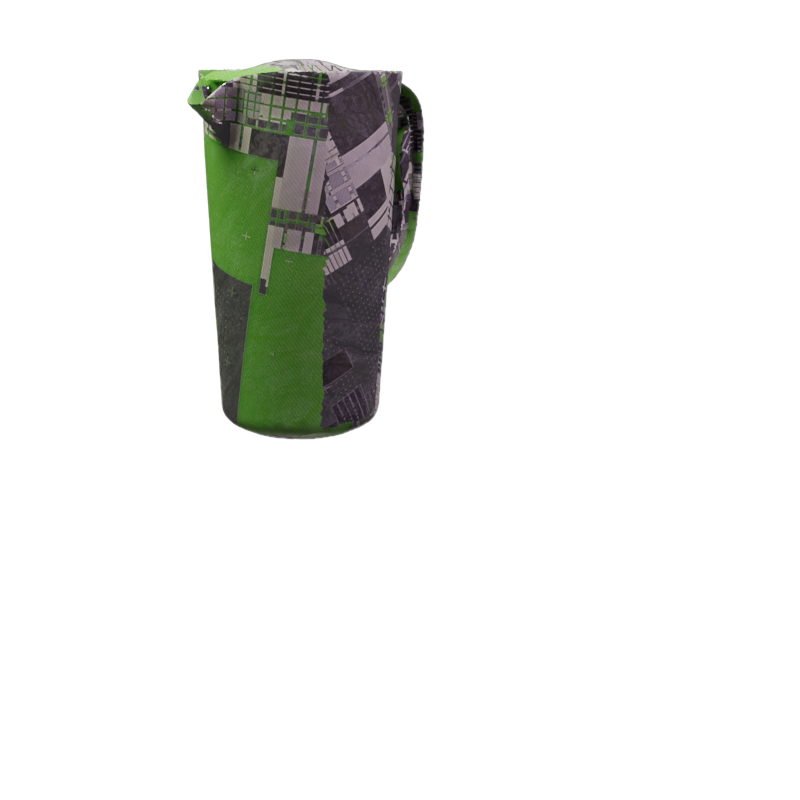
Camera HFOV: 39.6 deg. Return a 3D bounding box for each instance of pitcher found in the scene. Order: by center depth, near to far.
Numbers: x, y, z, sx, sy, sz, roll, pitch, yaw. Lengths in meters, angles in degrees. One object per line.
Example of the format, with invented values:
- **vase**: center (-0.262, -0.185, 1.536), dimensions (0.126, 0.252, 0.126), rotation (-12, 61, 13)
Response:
- **pitcher**: center (-0.059, -0.107, 0.747), dimensions (0.150, 0.237, 0.148), rotation (1, 12, 2)
